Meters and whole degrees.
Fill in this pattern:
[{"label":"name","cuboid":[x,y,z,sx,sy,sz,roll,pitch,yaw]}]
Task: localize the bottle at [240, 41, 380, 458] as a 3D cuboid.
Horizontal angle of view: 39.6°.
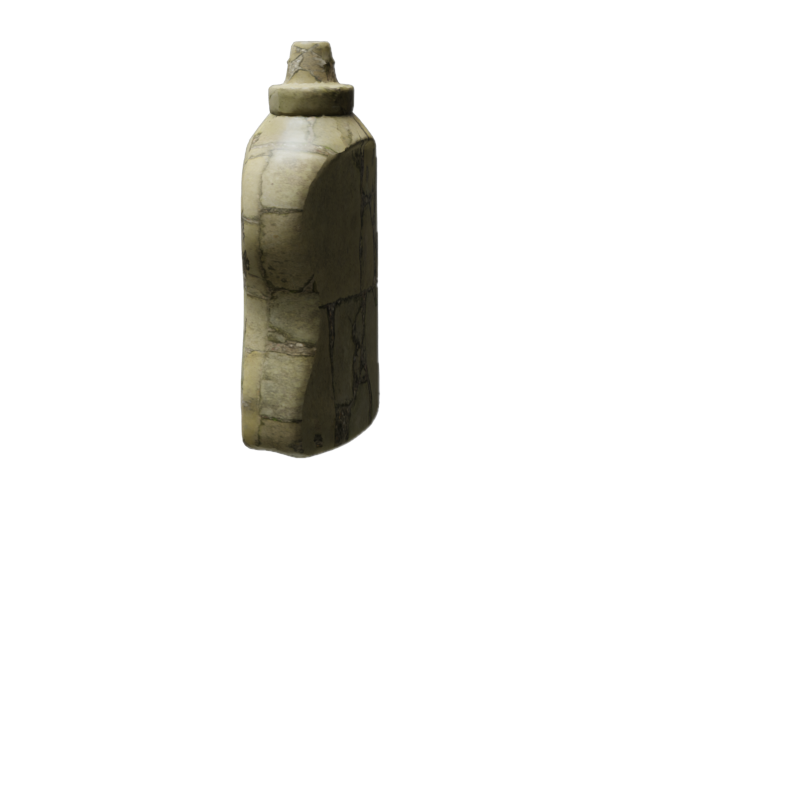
[{"label":"bottle","cuboid":[-0.043,-0.077,0.539,0.060,0.186,0.095,6,14,24]}]
